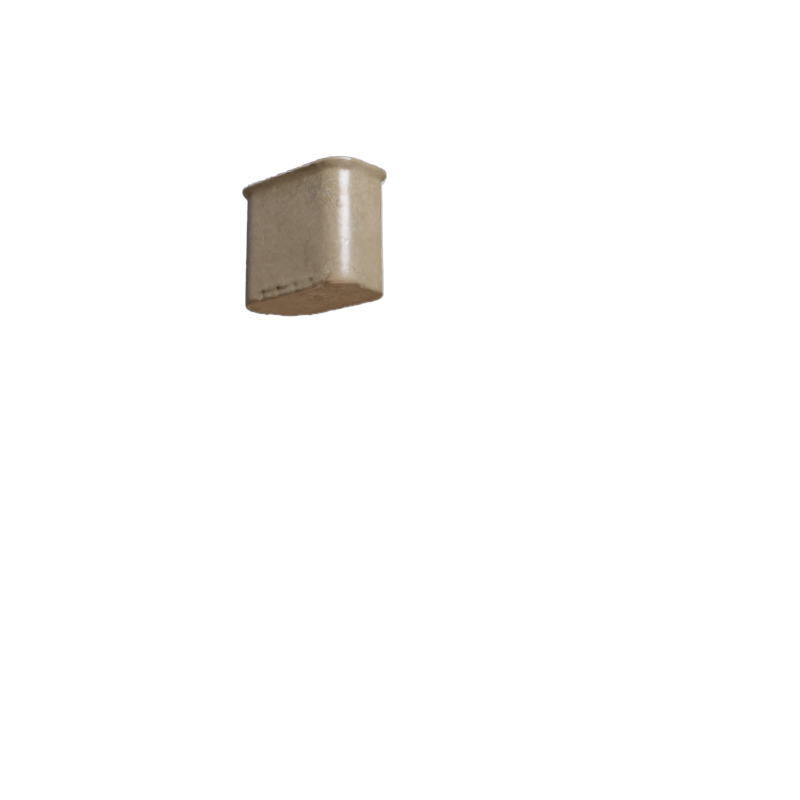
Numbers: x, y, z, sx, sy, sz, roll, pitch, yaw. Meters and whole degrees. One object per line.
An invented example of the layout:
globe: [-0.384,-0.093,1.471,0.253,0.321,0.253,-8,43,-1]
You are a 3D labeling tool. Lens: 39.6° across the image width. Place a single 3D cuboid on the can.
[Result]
can: [-0.057,-0.104,0.731,0.104,0.087,0.054,-11,-18,40]
